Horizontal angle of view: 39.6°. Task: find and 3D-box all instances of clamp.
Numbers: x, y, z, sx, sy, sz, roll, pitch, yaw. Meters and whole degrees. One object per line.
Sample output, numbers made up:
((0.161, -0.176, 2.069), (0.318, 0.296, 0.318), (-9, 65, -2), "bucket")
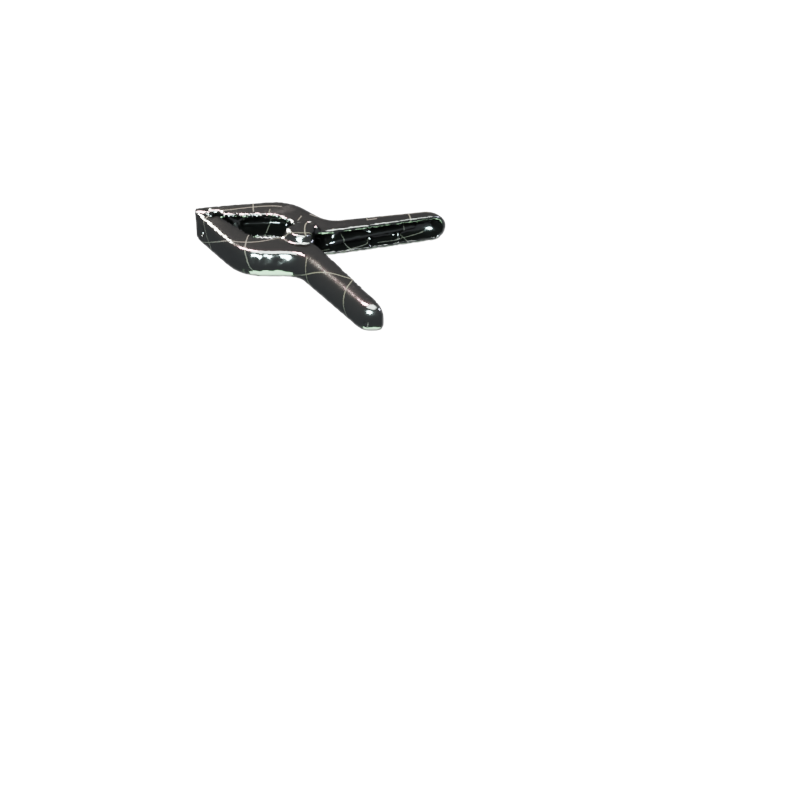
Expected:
((-0.074, -0.134, 0.941), (0.219, 0.034, 0.168), (18, 40, 23), "clamp")
